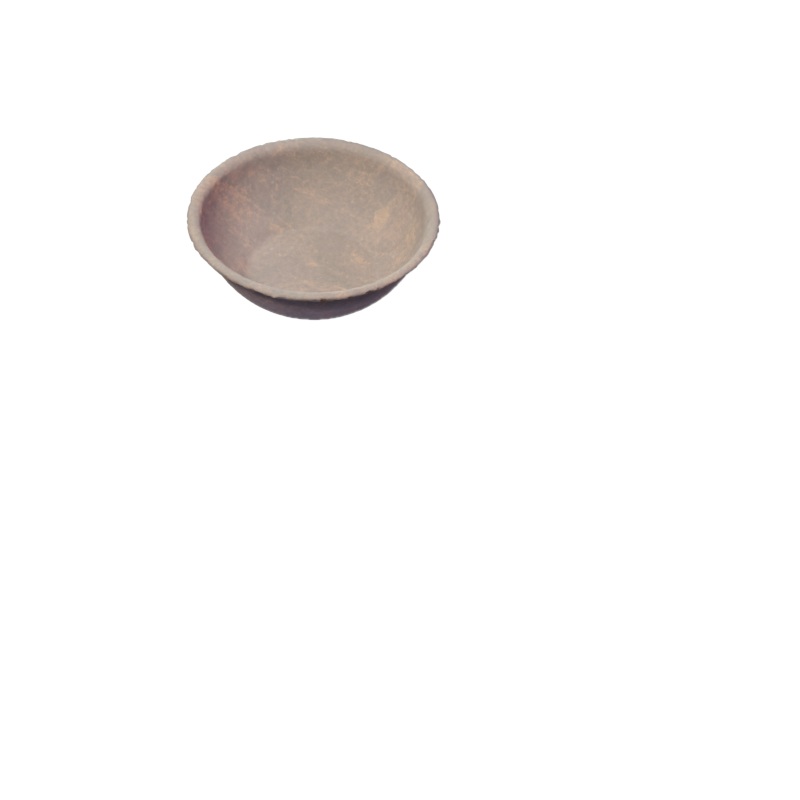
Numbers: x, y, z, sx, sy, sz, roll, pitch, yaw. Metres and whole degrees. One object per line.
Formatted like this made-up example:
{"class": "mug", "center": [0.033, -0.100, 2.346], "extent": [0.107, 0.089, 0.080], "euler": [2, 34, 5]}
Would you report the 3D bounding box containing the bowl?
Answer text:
{"class": "bowl", "center": [-0.057, -0.104, 0.726], "extent": [0.162, 0.174, 0.051], "euler": [-1, -44, -1]}
